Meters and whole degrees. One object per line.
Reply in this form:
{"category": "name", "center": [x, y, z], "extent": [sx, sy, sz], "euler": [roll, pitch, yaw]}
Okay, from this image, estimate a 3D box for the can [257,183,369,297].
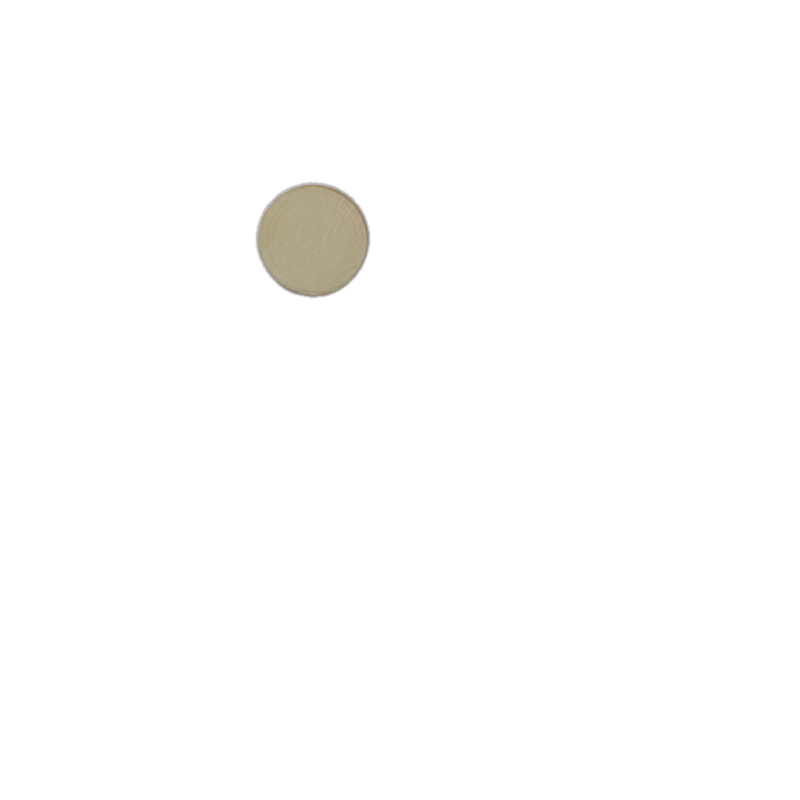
{"category": "can", "center": [-0.067, -0.123, 0.862], "extent": [0.086, 0.087, 0.033], "euler": [0, -7, -1]}
